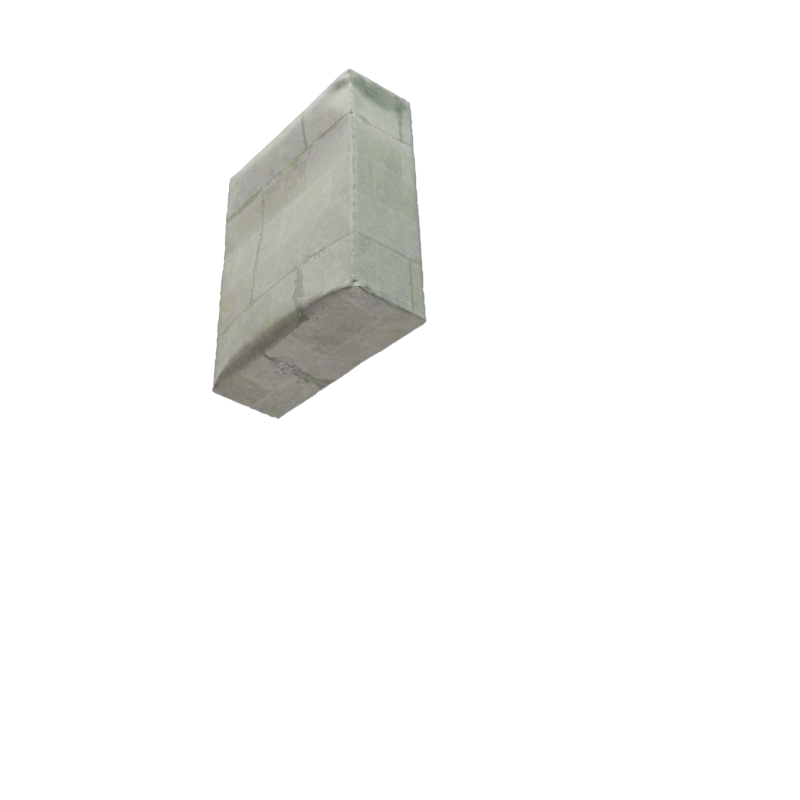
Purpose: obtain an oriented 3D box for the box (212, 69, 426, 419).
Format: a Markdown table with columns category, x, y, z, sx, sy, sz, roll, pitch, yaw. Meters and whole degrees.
| category | x | y | z | sx | sy | sz | roll | pitch | yaw |
| --- | --- | --- | --- | --- | --- | --- | --- | --- | --- |
| box | -0.065 | -0.119 | 0.831 | 0.068 | 0.229 | 0.162 | 26 | -44 | -34 |
